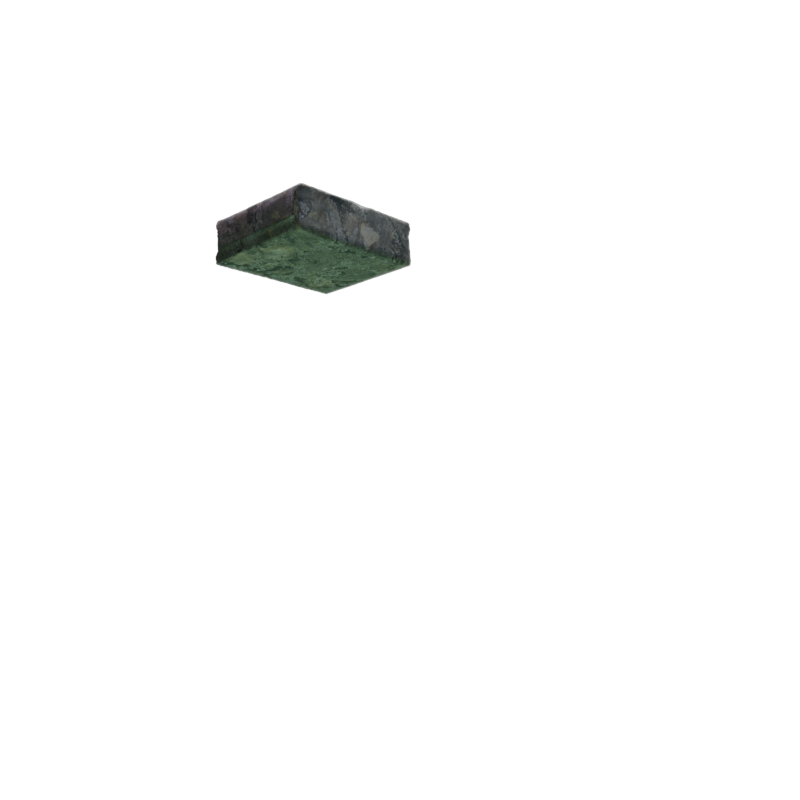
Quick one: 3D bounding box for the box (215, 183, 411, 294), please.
[{"bbox_3d":[-0.050,-0.091,0.637,0.084,0.031,0.074,14,-20,-42],"label":"box"}]
